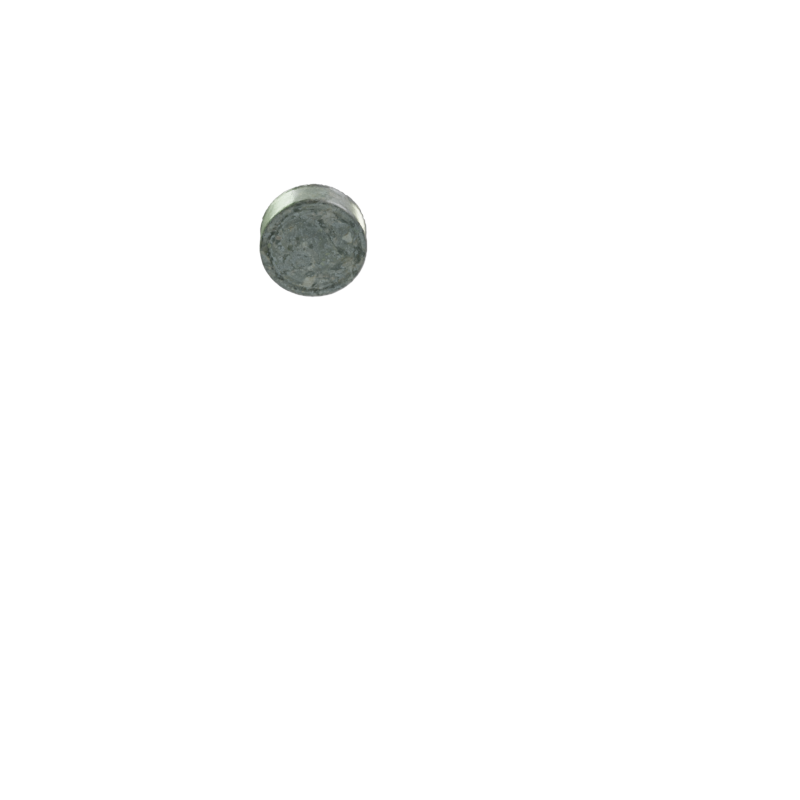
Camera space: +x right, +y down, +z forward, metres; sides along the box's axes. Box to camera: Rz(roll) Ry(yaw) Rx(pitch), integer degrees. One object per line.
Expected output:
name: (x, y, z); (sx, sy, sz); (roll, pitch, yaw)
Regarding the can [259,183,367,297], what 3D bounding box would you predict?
can: (-0.069, -0.125, 0.877); (0.086, 0.081, 0.036); (1, 28, -1)
